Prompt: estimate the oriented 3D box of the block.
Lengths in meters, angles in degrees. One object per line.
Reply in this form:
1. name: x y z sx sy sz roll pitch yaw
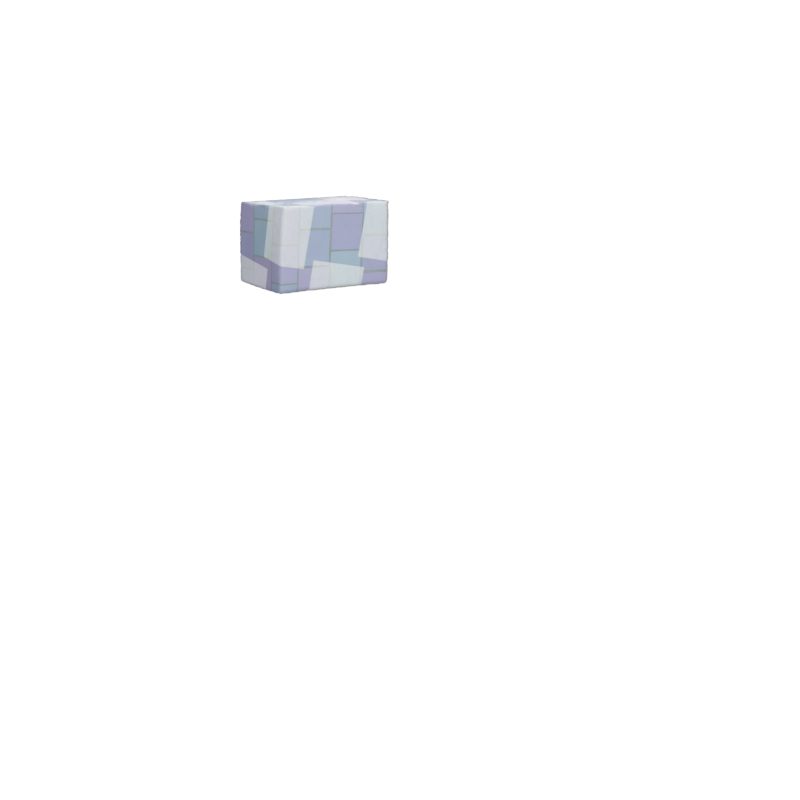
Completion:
1. block: -0.053 -0.097 0.678 0.076 0.050 0.056 -9 15 -34
